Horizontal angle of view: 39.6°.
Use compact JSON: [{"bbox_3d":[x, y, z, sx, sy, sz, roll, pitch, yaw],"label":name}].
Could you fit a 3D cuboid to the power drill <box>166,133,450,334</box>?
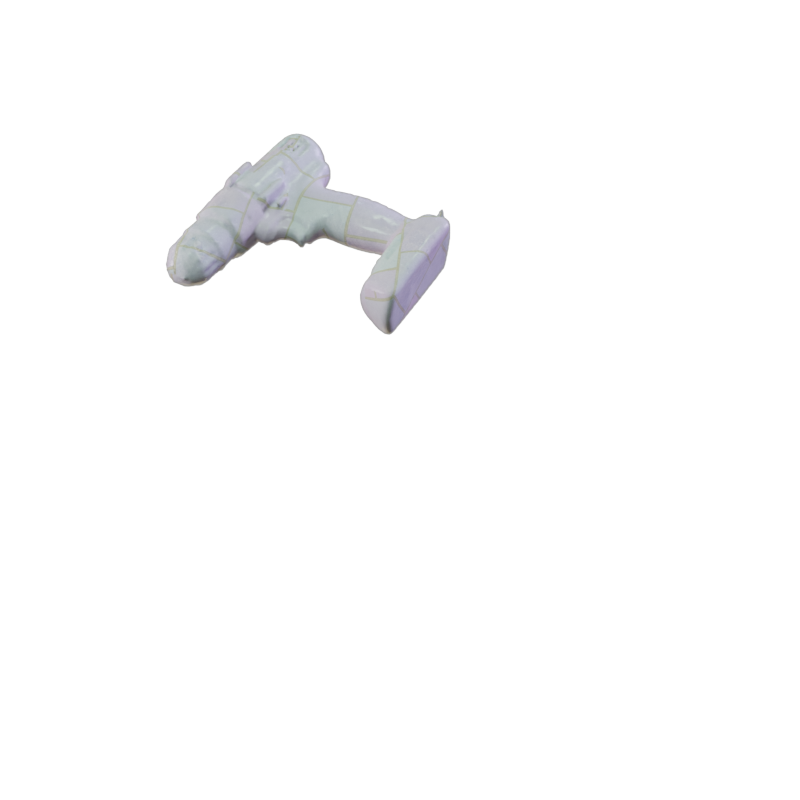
[{"bbox_3d":[-0.070,-0.127,0.889,0.196,0.189,0.053,27,-34,20],"label":"power drill"}]
